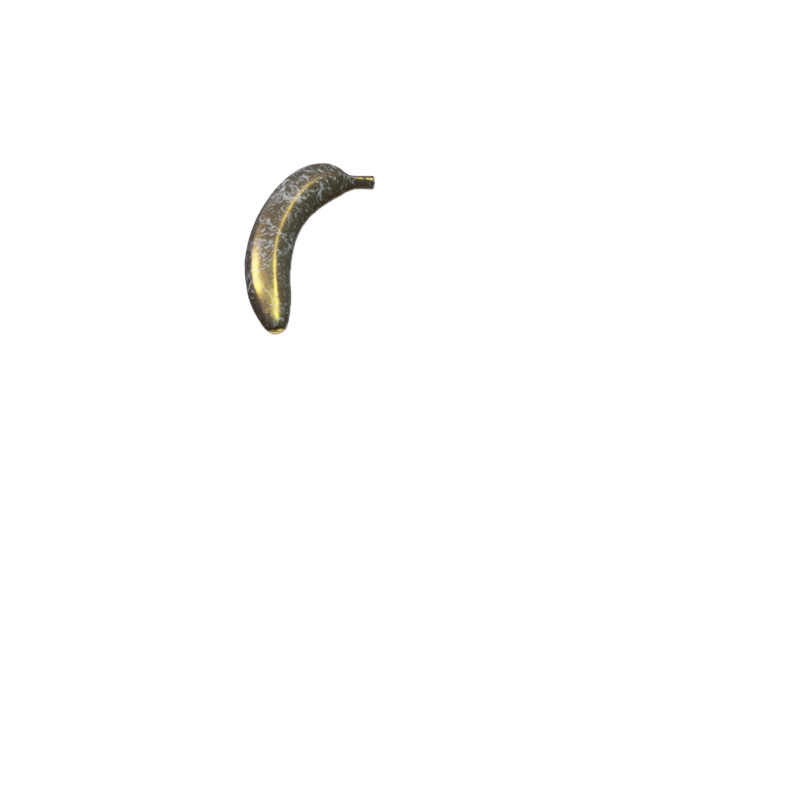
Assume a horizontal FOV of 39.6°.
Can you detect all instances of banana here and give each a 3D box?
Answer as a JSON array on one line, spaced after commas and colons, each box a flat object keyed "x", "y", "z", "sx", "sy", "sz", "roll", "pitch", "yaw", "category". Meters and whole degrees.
[{"x": -0.085, "y": -0.136, "z": 0.896, "sx": 0.072, "sy": 0.206, "sz": 0.034, "roll": 16, "pitch": -39, "yaw": 13, "category": "banana"}]
